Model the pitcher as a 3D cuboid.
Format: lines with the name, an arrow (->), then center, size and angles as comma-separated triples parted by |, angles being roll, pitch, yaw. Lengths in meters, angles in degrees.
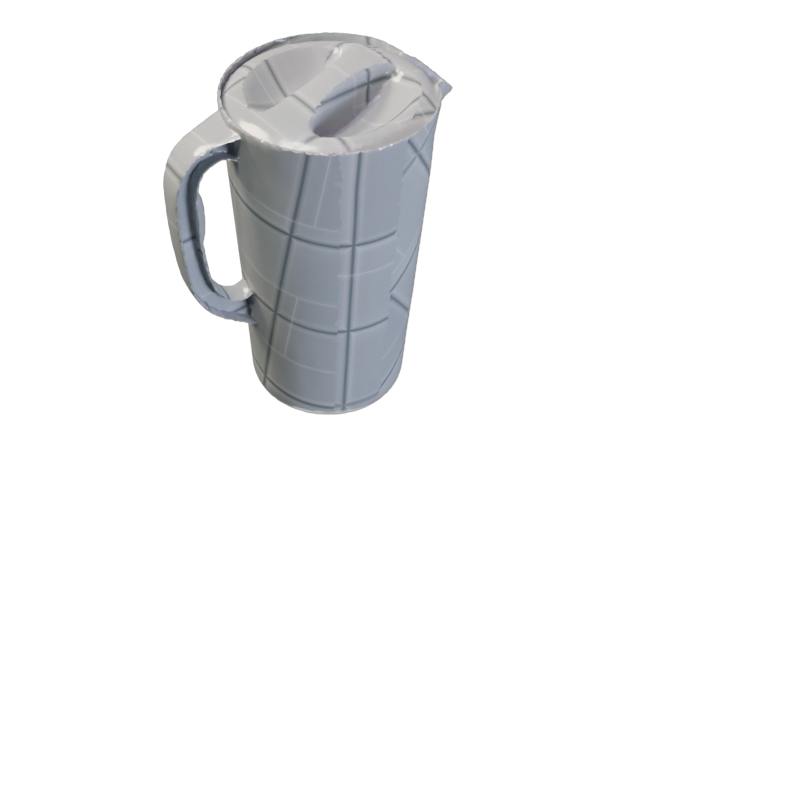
pitcher -> -0.057, -0.103, 0.723 | 0.152, 0.226, 0.152 | 12, 44, 9
